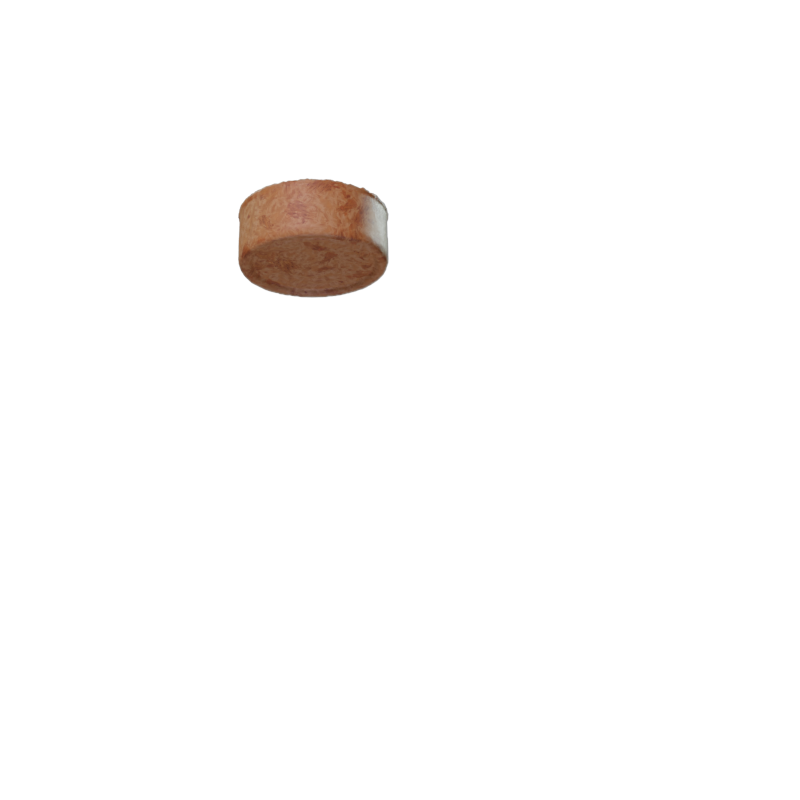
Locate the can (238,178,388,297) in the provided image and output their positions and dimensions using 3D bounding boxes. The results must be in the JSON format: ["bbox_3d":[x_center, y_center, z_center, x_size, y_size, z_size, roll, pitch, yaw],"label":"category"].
[{"bbox_3d":[-0.049,-0.090,0.627,0.086,0.035,0.082,0,-21,-2],"label":"can"}]
